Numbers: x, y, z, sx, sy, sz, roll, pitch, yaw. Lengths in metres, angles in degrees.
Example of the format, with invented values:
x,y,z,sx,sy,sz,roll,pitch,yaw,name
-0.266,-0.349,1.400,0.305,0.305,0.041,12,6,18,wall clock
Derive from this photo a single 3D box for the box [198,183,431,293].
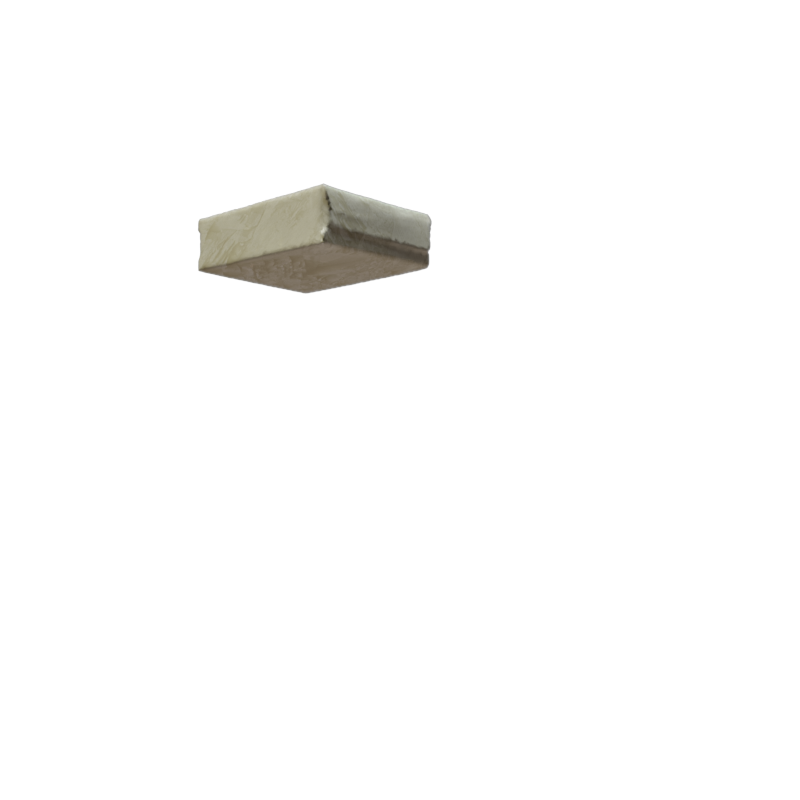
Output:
x,y,z,sx,sy,sz,roll,pitch,yaw,name
-0.041,-0.076,0.531,0.091,0.031,0.069,-7,-10,43,box
